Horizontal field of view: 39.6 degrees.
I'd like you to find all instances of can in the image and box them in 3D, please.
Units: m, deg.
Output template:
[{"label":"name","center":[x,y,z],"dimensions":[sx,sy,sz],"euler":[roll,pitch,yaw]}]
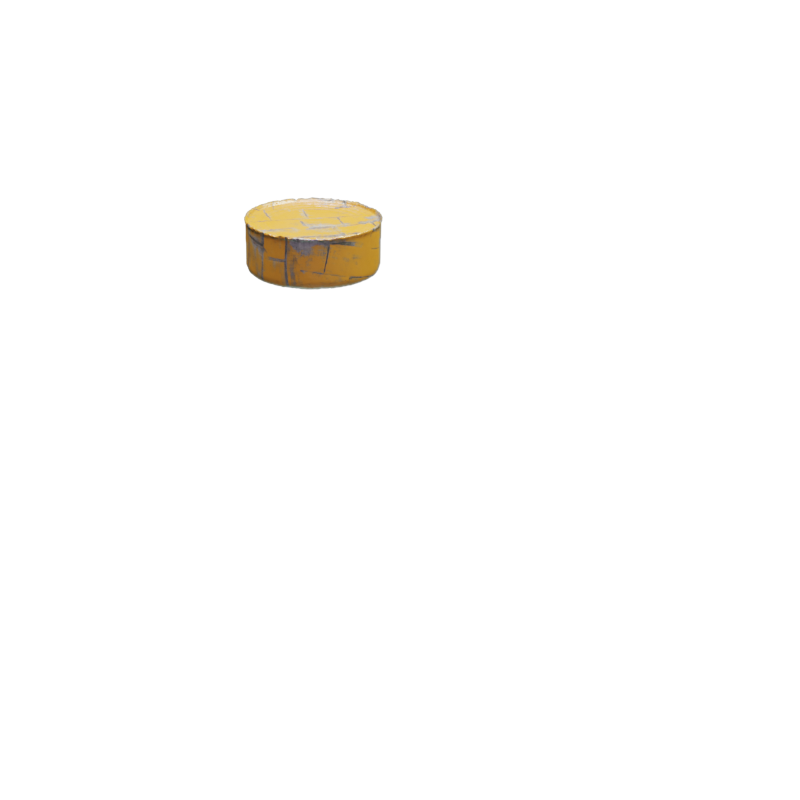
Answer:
[{"label":"can","center":[-0.054,-0.099,0.693],"dimensions":[0.086,0.032,0.090],"euler":[-1,25,-2]}]
